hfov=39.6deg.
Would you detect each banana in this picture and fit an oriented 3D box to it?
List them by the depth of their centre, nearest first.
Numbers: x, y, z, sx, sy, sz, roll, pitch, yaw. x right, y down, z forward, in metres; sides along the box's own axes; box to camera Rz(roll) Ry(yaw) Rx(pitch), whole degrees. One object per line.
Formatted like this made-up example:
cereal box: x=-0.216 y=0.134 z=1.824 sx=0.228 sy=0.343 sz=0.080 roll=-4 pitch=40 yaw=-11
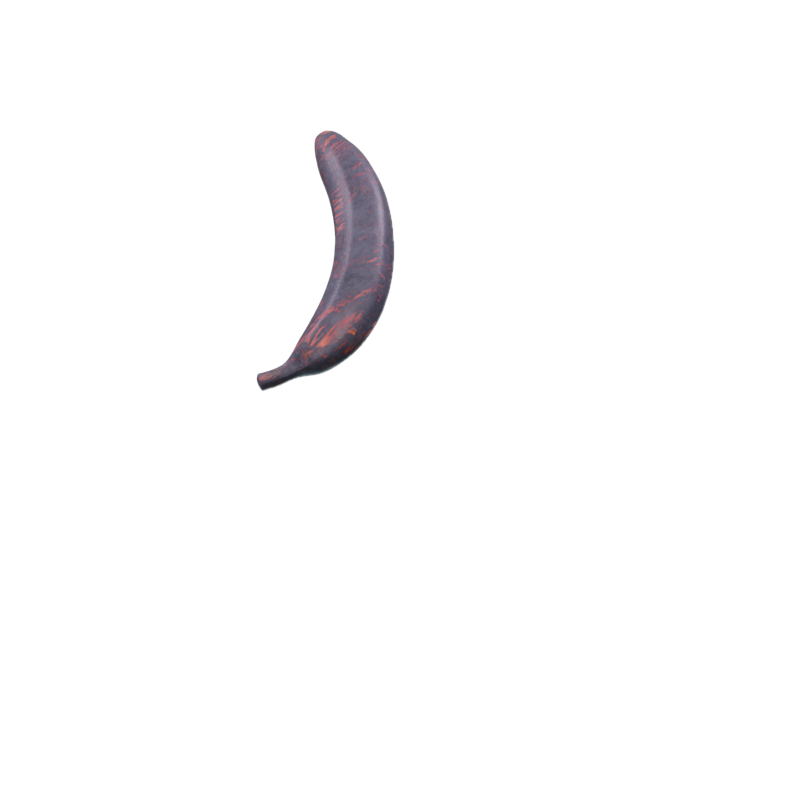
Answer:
banana: x=-0.037 y=-0.094 z=0.699 sx=0.070 sy=0.209 sz=0.034 roll=8 pitch=-33 yaw=4
